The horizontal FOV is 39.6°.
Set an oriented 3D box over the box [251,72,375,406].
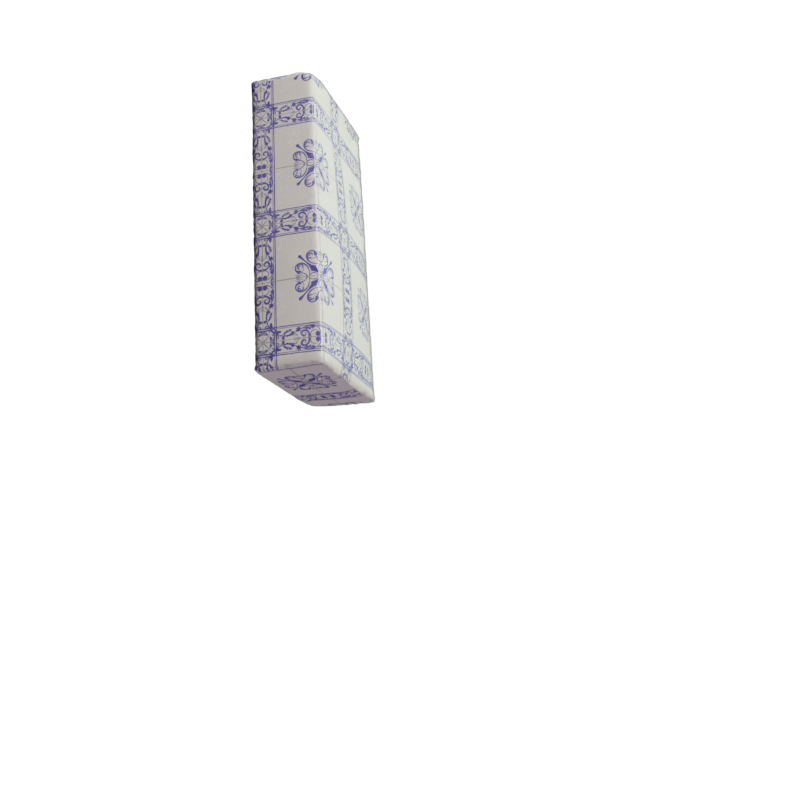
[{"bbox_3d":[-0.050,-0.092,0.642,0.049,0.185,0.088,-7,-20,16],"label":"box"}]
